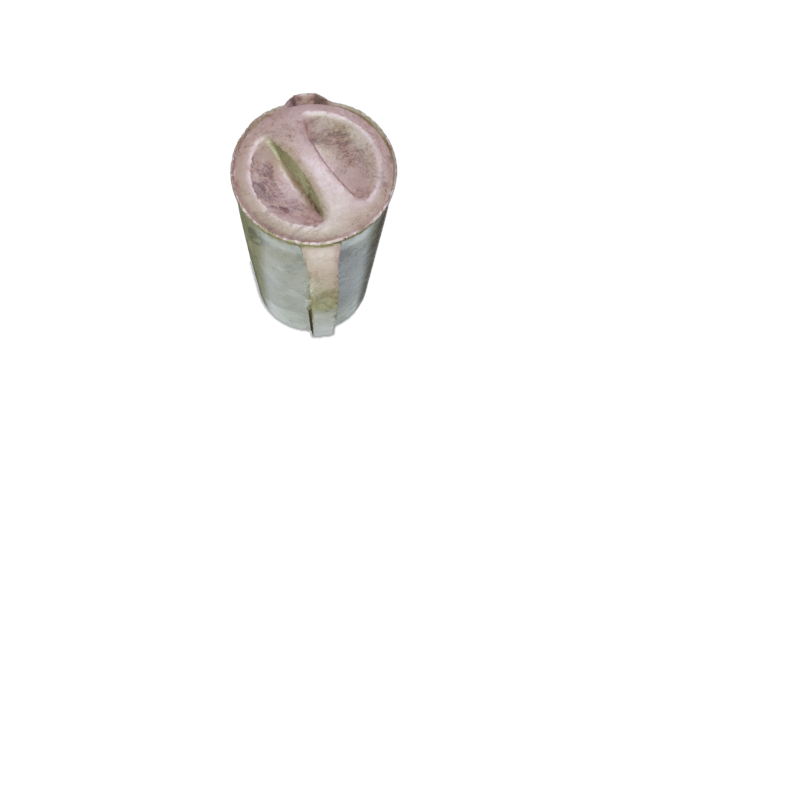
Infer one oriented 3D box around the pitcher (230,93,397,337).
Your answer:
[{"bbox_3d":[-0.077,-0.140,0.981,0.150,0.152,0.231,37,-18,10],"label":"pitcher"}]
